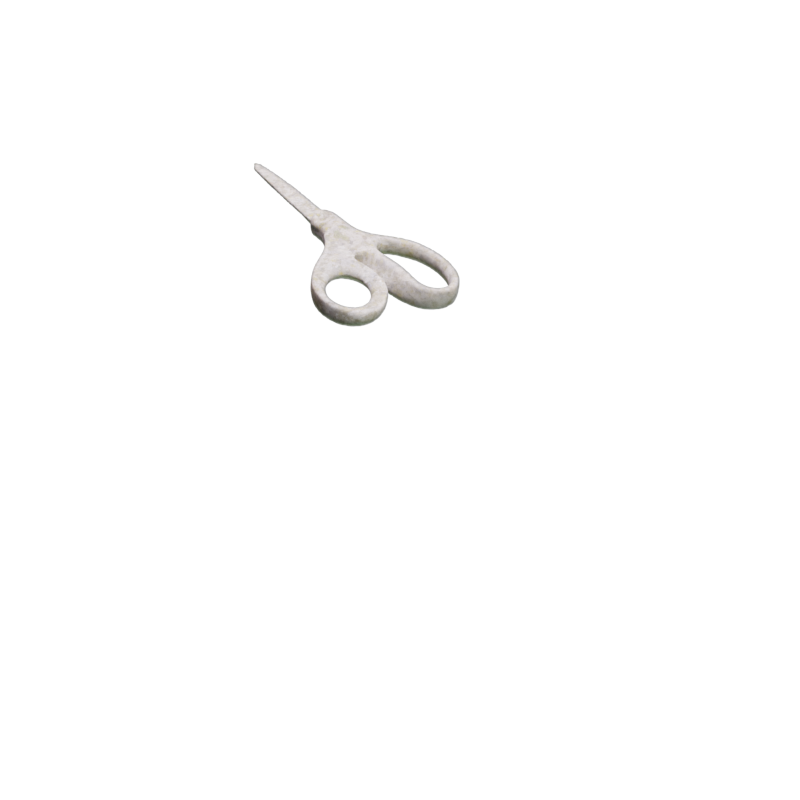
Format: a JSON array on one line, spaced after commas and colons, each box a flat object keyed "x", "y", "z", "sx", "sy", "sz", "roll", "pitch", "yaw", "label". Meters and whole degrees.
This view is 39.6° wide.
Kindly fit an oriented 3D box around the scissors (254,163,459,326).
[{"x": -0.055, "y": -0.100, "z": 0.701, "sx": 0.215, "sy": 0.015, "sz": 0.096, "roll": 30, "pitch": 47, "yaw": 33, "label": "scissors"}]
